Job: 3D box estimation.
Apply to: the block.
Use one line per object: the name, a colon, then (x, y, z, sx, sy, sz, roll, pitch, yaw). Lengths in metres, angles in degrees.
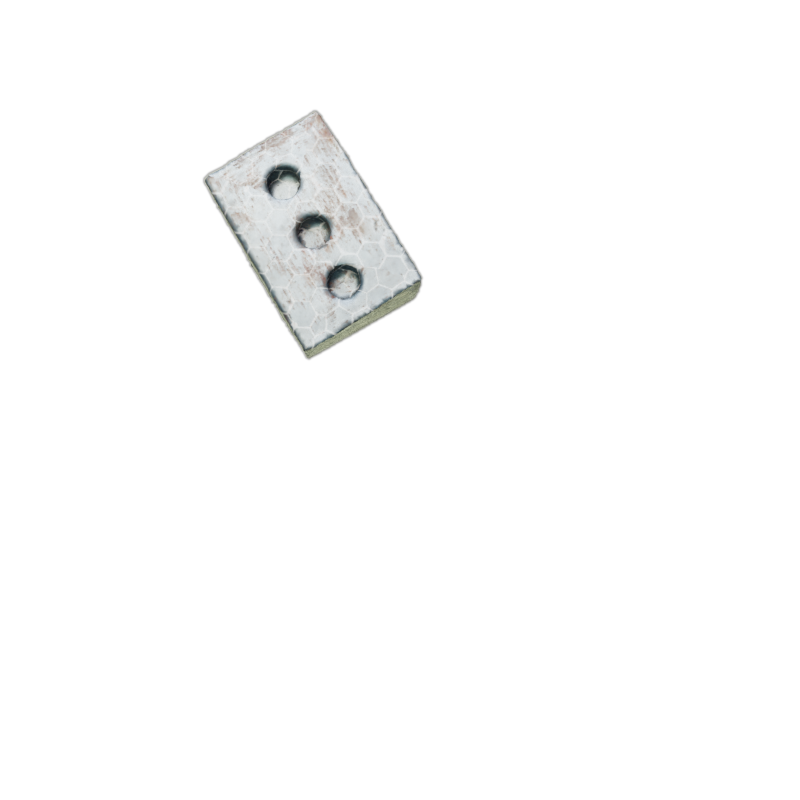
block: (-0.034, -0.062, 0.435, 0.053, 0.079, 0.050, -32, -5, -5)
